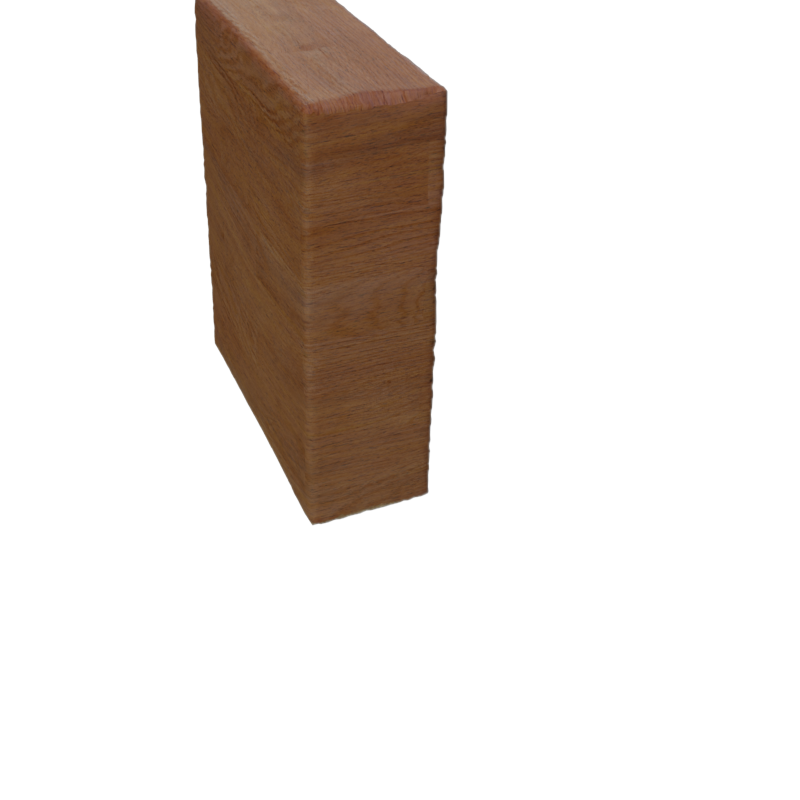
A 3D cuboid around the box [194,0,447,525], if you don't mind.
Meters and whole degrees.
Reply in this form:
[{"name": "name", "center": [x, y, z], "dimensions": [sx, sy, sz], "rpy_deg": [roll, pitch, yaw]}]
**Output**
[{"name": "box", "center": [-0.042, -0.077, 0.542], "dimensions": [0.071, 0.201, 0.177], "rpy_deg": [-11, 35, -20]}]
